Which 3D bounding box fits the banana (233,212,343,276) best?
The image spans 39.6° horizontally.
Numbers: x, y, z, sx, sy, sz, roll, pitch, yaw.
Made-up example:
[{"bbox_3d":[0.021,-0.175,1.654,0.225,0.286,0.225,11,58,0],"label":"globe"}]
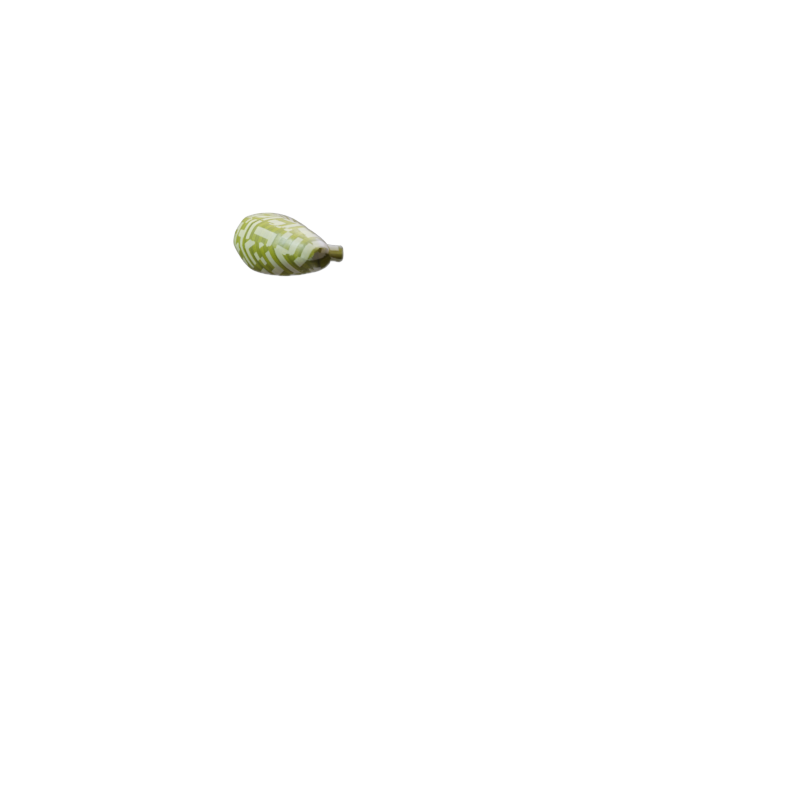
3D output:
[{"bbox_3d":[-0.074,-0.103,0.717,0.070,0.036,0.200,0,10,0],"label":"banana"}]
